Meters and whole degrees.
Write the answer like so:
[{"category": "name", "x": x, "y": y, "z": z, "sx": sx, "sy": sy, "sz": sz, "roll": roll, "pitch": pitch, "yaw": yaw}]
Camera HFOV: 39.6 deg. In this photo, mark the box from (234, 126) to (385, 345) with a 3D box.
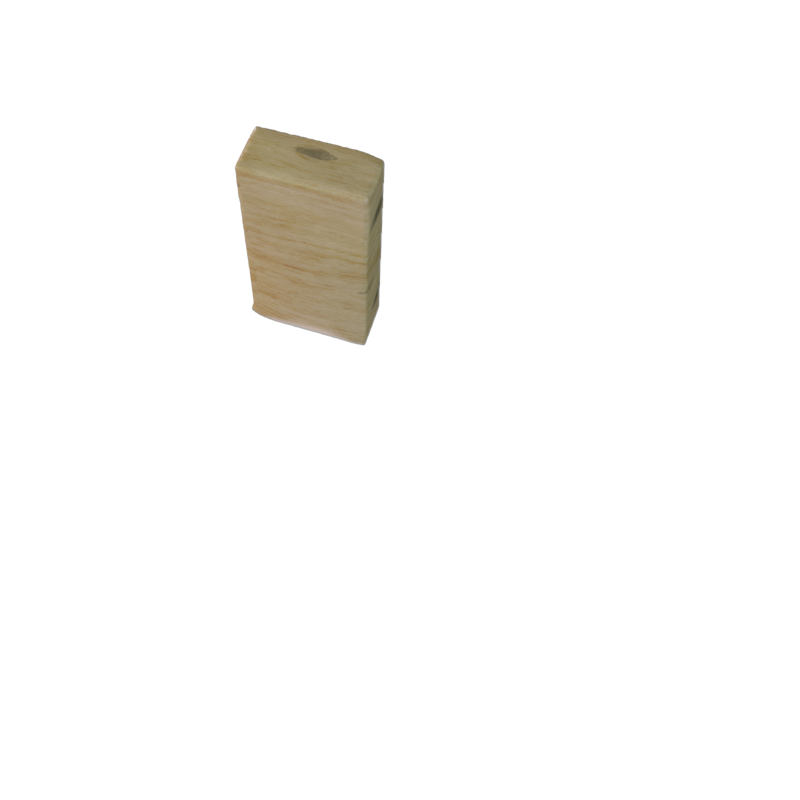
[{"category": "box", "x": -0.061, "y": -0.111, "z": 0.779, "sx": 0.095, "sy": 0.050, "sz": 0.165, "roll": 18, "pitch": -32, "yaw": 8}]
